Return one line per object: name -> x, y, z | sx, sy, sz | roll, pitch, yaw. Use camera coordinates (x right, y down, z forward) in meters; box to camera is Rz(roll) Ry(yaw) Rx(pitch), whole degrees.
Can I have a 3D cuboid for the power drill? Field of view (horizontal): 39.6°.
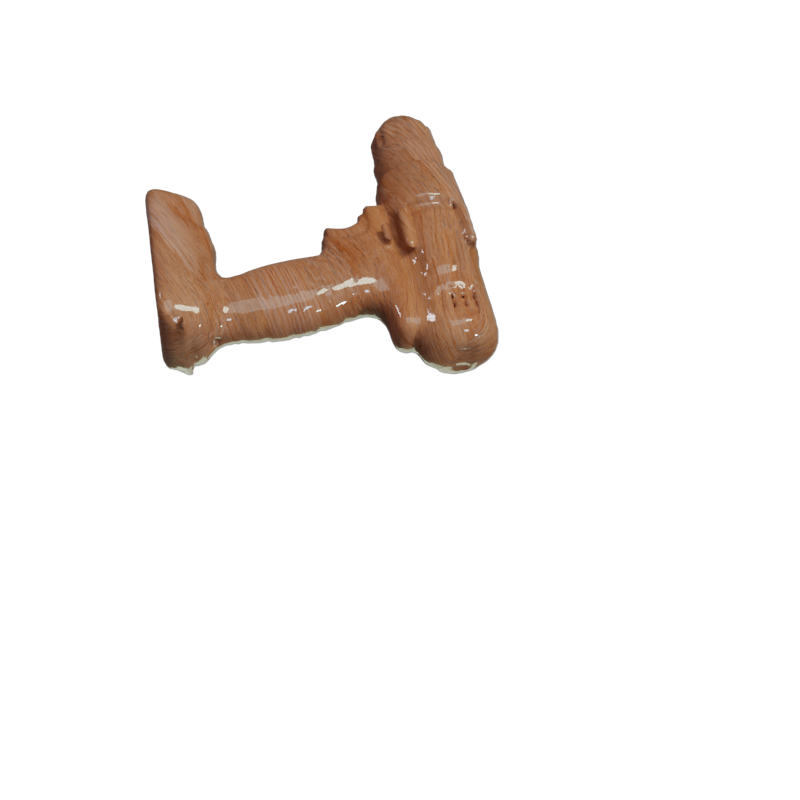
power drill -> -0.050, -0.091, 0.639 | 0.186, 0.199, 0.053 | -8, -39, -7
